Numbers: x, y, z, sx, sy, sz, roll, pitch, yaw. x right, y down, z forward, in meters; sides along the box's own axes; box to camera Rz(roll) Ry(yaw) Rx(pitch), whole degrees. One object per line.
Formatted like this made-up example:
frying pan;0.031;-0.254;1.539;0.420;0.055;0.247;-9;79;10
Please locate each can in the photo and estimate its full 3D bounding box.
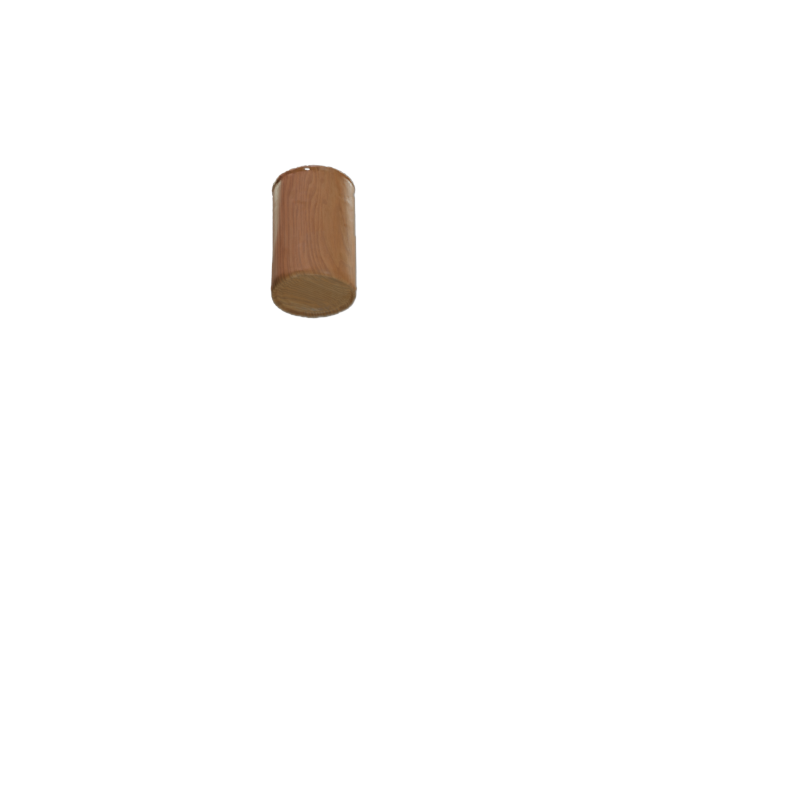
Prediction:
can;-0.068;-0.124;0.872;0.068;0.109;0.064;-1;-31;-2
